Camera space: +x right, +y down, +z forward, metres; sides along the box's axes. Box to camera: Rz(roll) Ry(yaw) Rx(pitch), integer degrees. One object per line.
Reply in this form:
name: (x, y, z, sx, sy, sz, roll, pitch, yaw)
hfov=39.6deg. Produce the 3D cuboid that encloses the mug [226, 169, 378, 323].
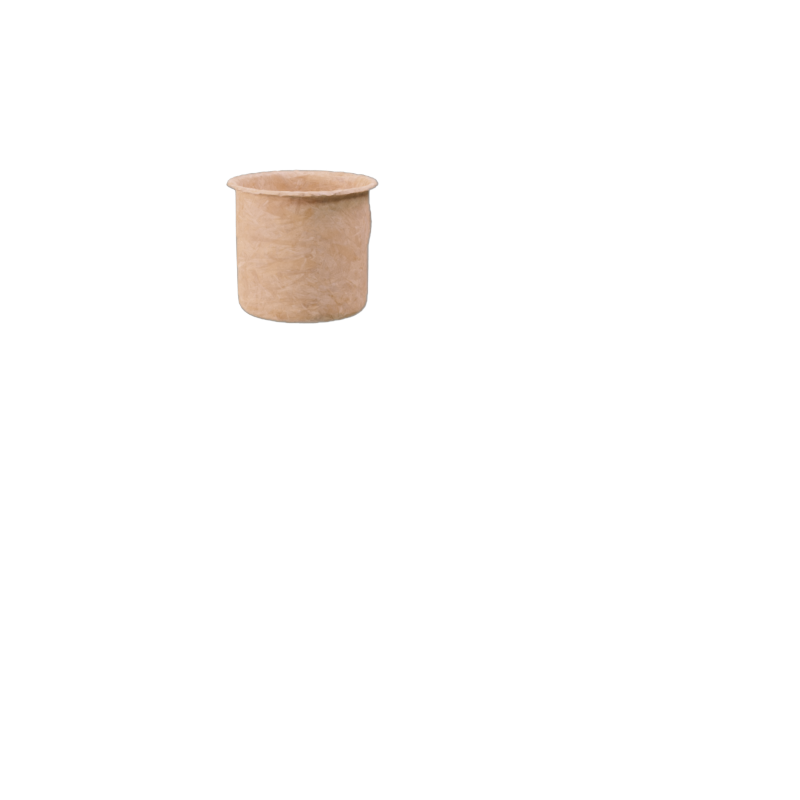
mug: (-0.055, -0.099, 0.697, 0.097, 0.079, 0.116, 10, 19, 29)
